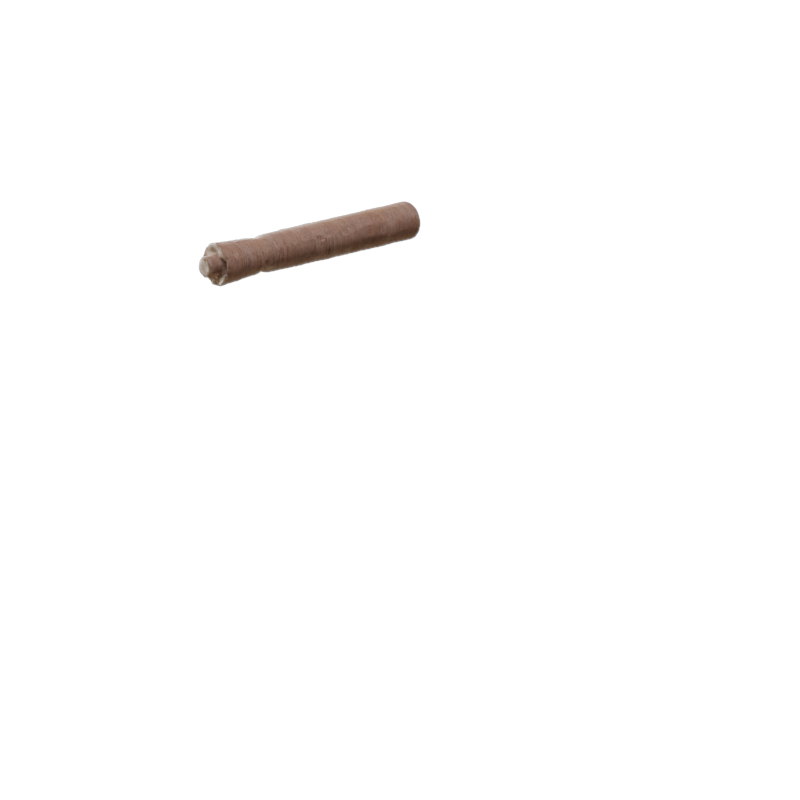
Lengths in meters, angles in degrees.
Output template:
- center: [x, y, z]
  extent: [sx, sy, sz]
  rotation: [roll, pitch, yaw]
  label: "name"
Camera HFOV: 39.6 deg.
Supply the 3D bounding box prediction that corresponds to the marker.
- center: [-0.039, -0.072, 0.503]
  extent: [0.119, 0.019, 0.021]
  rotation: [-20, 16, -39]
  label: "marker"
